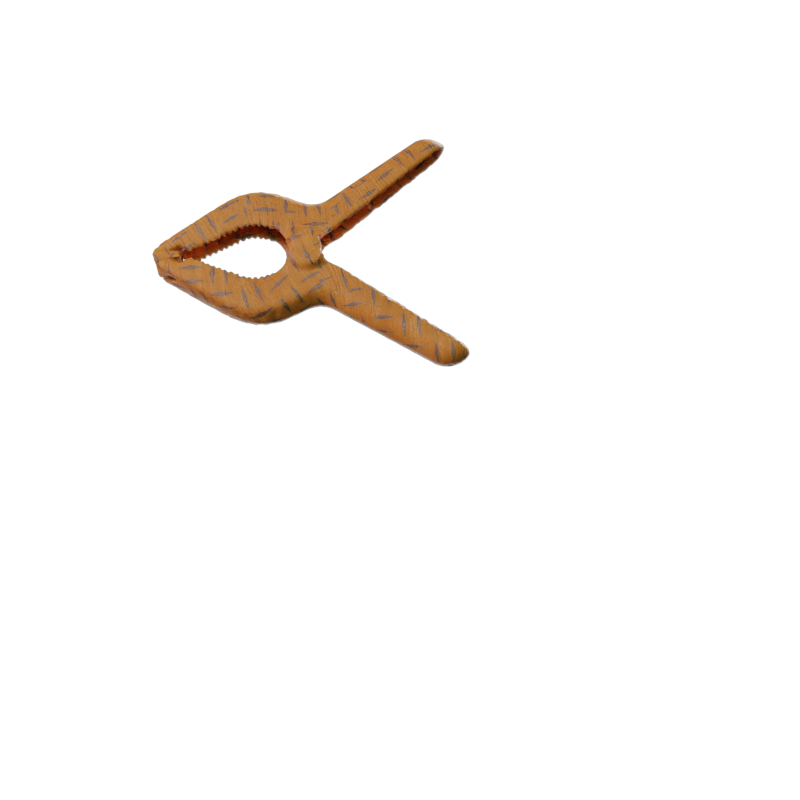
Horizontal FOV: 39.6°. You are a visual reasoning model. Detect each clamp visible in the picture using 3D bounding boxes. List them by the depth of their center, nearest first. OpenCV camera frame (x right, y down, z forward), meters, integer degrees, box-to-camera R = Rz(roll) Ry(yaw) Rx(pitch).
[{"bbox_3d":[-0.059,-0.107,0.748,0.210,0.174,0.034,3,-25,1],"label":"clamp"}]
